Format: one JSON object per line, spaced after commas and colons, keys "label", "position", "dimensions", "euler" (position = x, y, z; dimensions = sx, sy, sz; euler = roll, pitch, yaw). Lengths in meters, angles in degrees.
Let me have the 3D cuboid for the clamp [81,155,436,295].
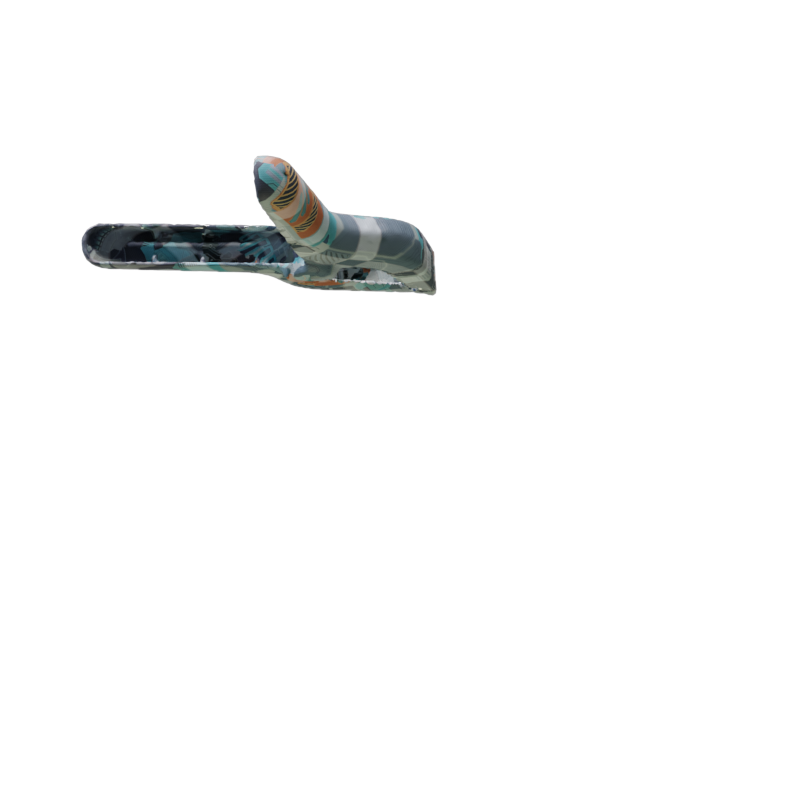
{"label": "clamp", "position": [-0.048, -0.088, 0.615], "dimensions": [0.200, 0.037, 0.167], "euler": [6, -9, -37]}
